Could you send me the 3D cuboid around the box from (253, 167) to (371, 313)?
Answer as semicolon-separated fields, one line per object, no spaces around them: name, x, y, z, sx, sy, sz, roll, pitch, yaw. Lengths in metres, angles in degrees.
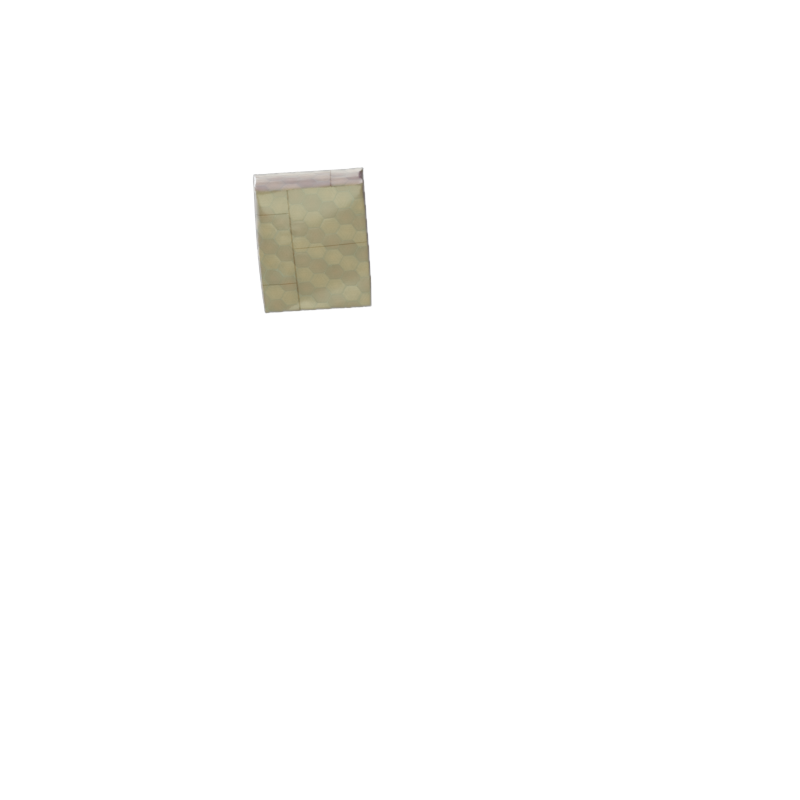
box;-0.070;-0.128;0.893;0.090;0.107;0.041;-3;28;1
